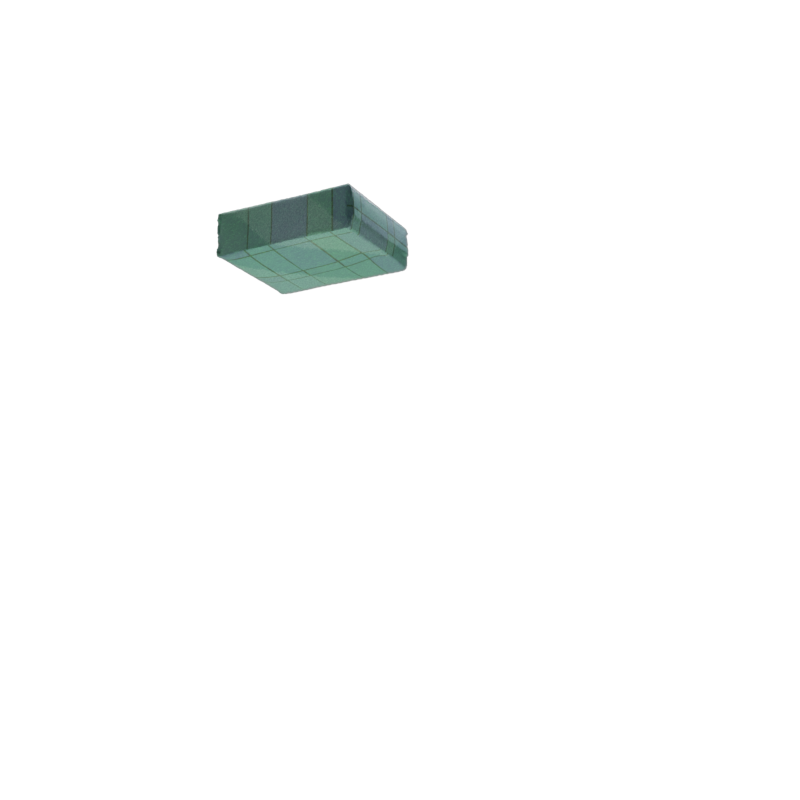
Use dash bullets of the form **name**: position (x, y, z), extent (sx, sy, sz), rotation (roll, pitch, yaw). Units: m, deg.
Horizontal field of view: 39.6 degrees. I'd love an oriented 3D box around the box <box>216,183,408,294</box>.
- **box**: position (-0.063, -0.115, 0.807), extent (0.116, 0.041, 0.084), rotation (-10, -21, 27)
